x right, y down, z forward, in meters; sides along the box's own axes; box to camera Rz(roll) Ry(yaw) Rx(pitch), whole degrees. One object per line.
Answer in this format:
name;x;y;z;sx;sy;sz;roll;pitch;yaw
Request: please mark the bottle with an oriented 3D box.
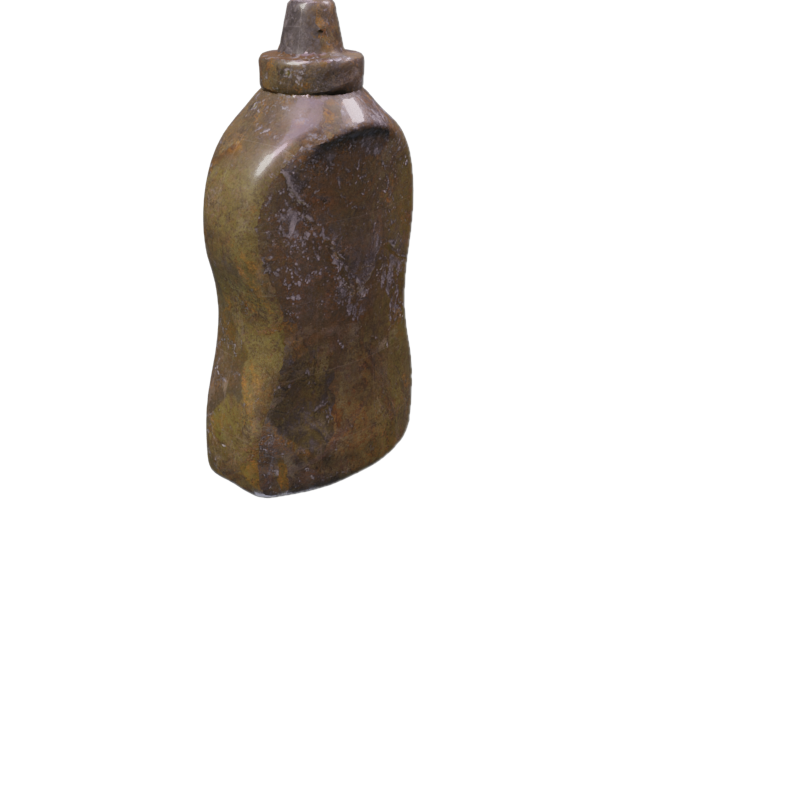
bottle;-0.035;-0.064;0.447;0.094;0.184;0.062;-17;26;-42
